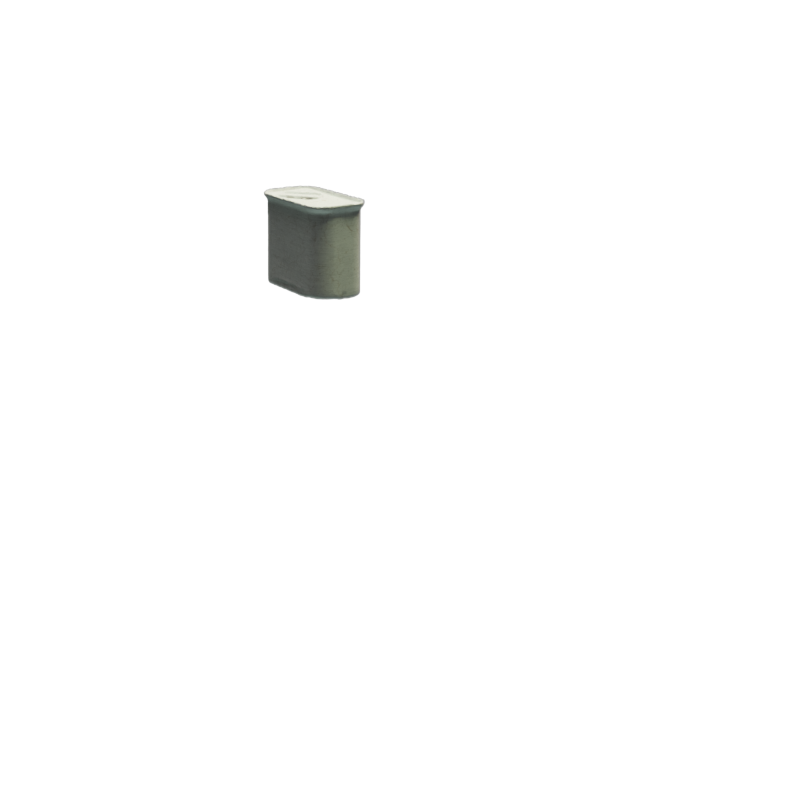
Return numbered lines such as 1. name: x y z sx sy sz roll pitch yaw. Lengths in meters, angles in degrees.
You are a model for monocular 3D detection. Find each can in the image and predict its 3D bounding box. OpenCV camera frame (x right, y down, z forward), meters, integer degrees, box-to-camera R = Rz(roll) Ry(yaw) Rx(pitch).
1. can: -0.077 -0.140 0.979 0.056 0.081 0.108 -10 21 -34
